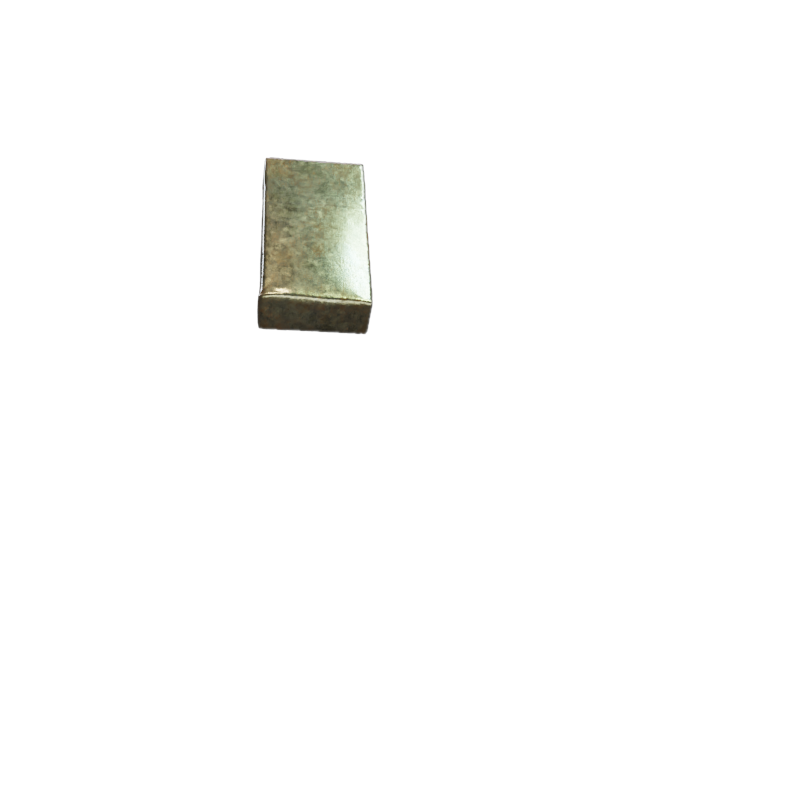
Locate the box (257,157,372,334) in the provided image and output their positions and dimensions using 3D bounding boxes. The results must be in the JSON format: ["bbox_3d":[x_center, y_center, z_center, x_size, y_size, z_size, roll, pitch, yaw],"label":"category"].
[{"bbox_3d":[-0.075,-0.137,0.958,0.093,0.189,0.045,2,-45,-6],"label":"box"}]
